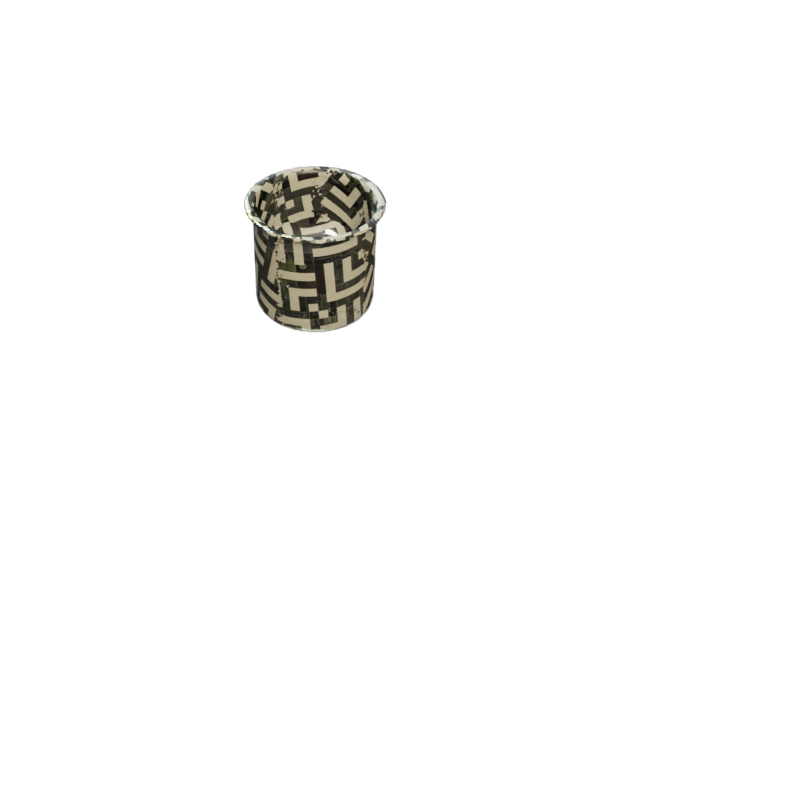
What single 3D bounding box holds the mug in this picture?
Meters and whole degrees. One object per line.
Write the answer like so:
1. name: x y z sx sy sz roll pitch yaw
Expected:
1. mug: -0.059 -0.108 0.758 0.092 0.076 0.126 -4 39 -7
